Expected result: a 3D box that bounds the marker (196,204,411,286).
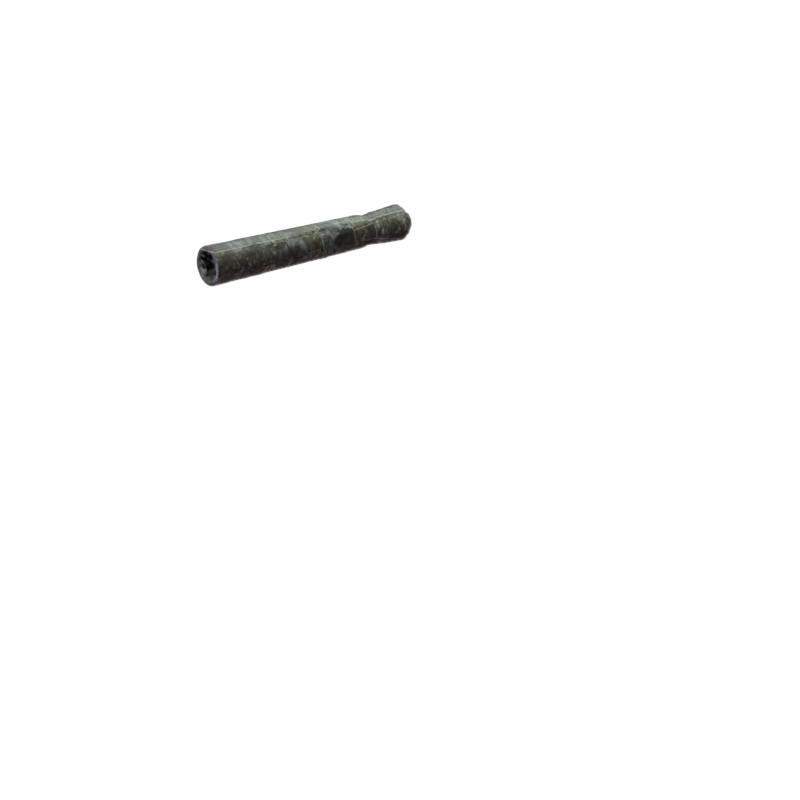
[{"bbox_3d":[-0.042,-0.076,0.531,0.119,0.019,0.021,-19,15,-37],"label":"marker"}]
